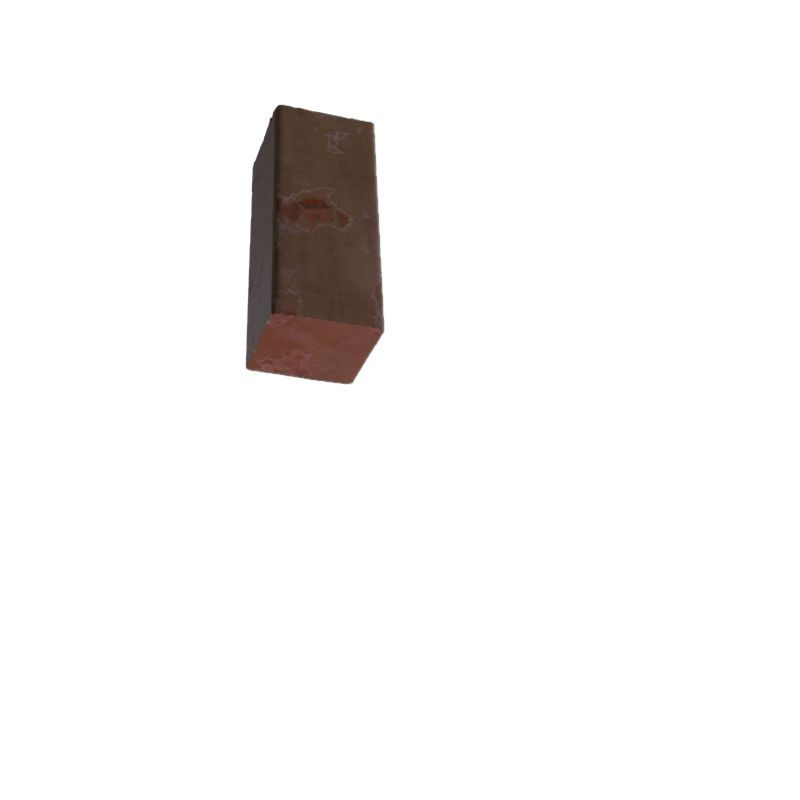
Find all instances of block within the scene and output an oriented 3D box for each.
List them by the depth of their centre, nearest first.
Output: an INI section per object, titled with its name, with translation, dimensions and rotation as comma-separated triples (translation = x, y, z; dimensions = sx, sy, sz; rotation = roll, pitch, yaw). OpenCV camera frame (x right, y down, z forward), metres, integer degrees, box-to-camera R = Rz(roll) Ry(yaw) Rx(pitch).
[block]
translation = -0.072, -0.129, 0.905
dimensions = 0.088, 0.220, 0.087
rotation = 8, -34, -16
